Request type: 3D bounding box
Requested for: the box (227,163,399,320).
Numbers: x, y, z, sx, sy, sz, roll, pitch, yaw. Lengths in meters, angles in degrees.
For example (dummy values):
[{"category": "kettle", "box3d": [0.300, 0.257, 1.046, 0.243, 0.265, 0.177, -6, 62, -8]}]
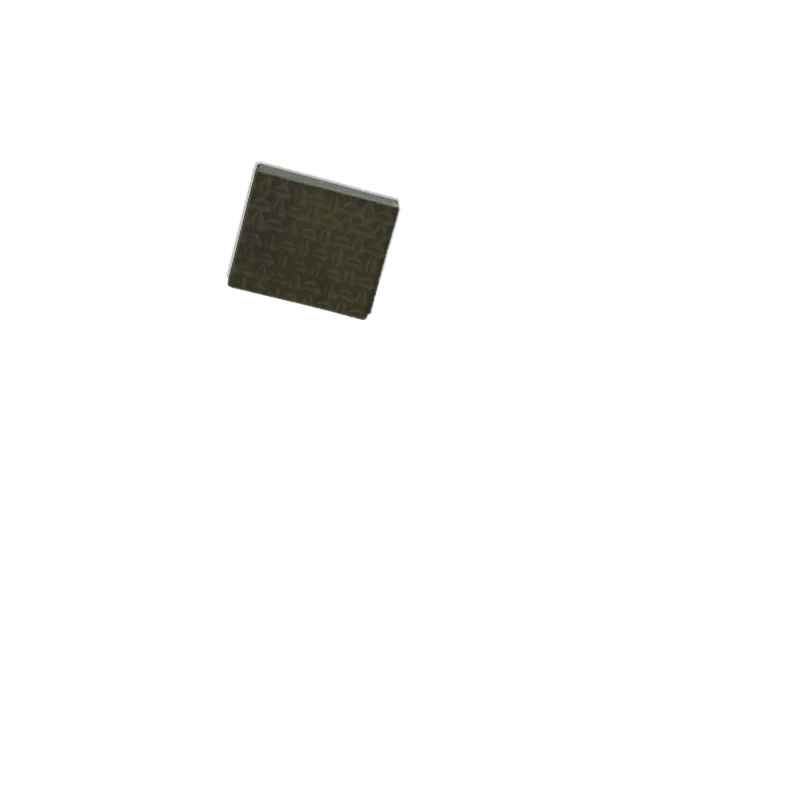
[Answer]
[{"category": "box", "box3d": [-0.052, -0.095, 0.664, 0.088, 0.071, 0.031, 14, 16, -4]}]
